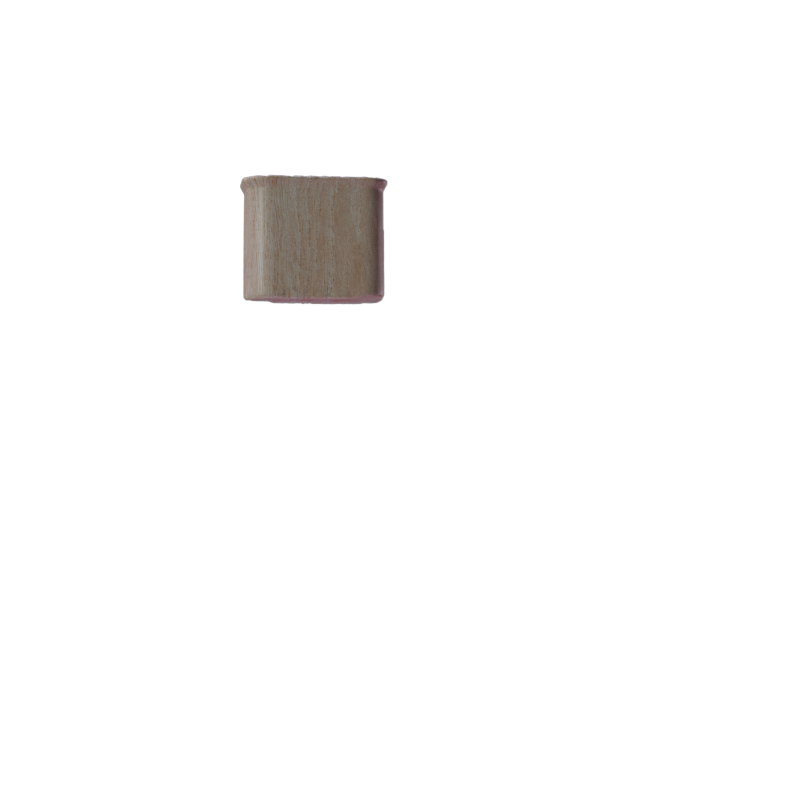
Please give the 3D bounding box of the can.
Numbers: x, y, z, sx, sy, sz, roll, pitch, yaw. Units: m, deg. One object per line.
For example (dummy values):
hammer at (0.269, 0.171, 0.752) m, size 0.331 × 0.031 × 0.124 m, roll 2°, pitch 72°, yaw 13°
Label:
can at (-0.061, -0.110, 0.772) m, size 0.101 × 0.085 × 0.057 m, roll 0°, pitch -5°, yaw -9°
